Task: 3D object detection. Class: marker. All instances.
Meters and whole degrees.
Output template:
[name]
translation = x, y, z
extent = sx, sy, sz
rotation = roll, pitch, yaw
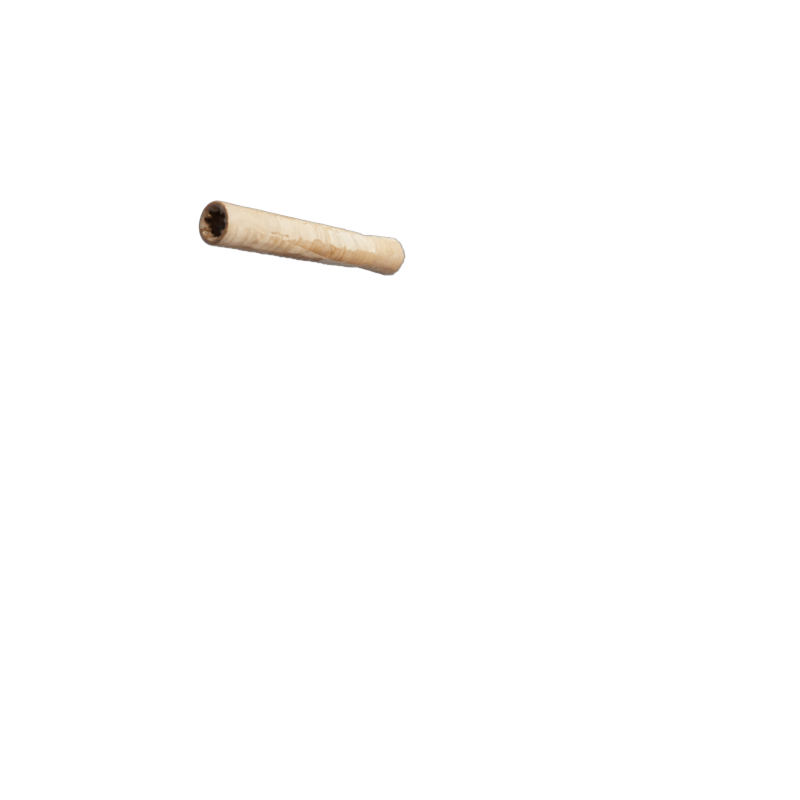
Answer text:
[marker]
translation = -0.039, -0.071, 0.494
extent = 0.021, 0.020, 0.115
rotation = 4, 1, 41
